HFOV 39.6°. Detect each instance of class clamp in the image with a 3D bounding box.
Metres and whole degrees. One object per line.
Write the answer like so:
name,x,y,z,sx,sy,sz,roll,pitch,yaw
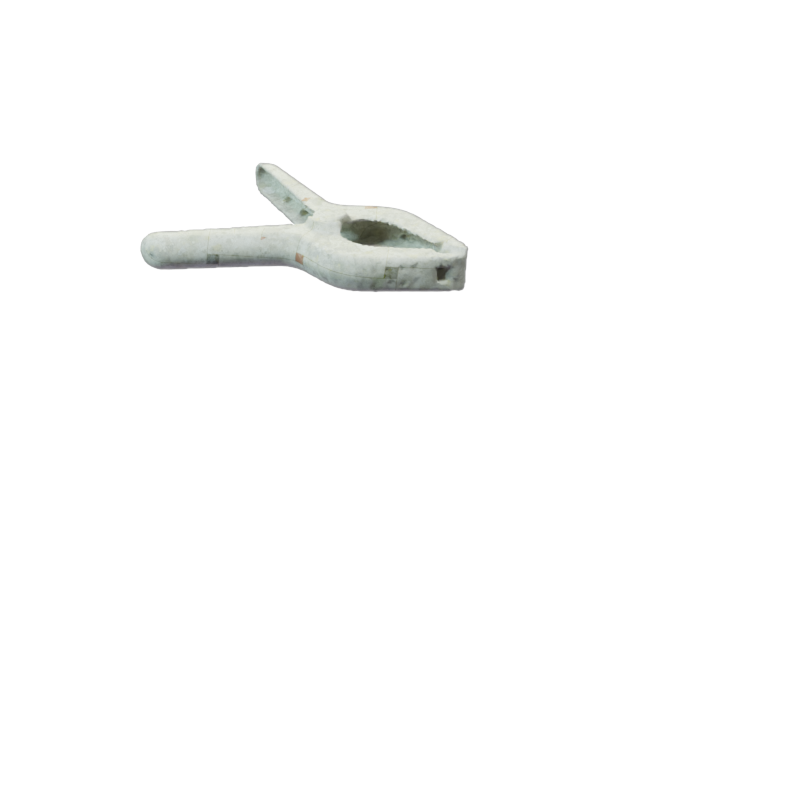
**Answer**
clamp,-0.059,-0.108,0.755,0.221,0.034,0.166,19,37,27
